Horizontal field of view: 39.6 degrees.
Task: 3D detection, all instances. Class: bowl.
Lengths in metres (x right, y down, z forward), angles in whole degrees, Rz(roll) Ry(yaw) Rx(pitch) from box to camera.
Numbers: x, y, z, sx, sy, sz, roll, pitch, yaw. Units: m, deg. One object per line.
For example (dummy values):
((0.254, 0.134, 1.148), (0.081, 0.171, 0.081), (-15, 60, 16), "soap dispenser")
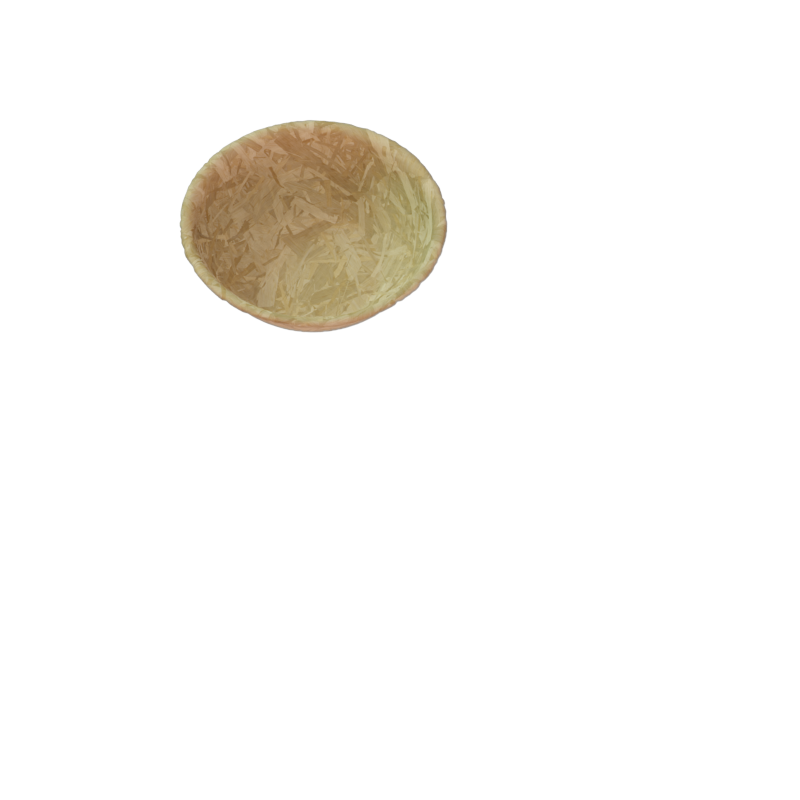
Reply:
((-0.054, -0.099, 0.690), (0.162, 0.174, 0.051), (-1, -36, -1), "bowl")
